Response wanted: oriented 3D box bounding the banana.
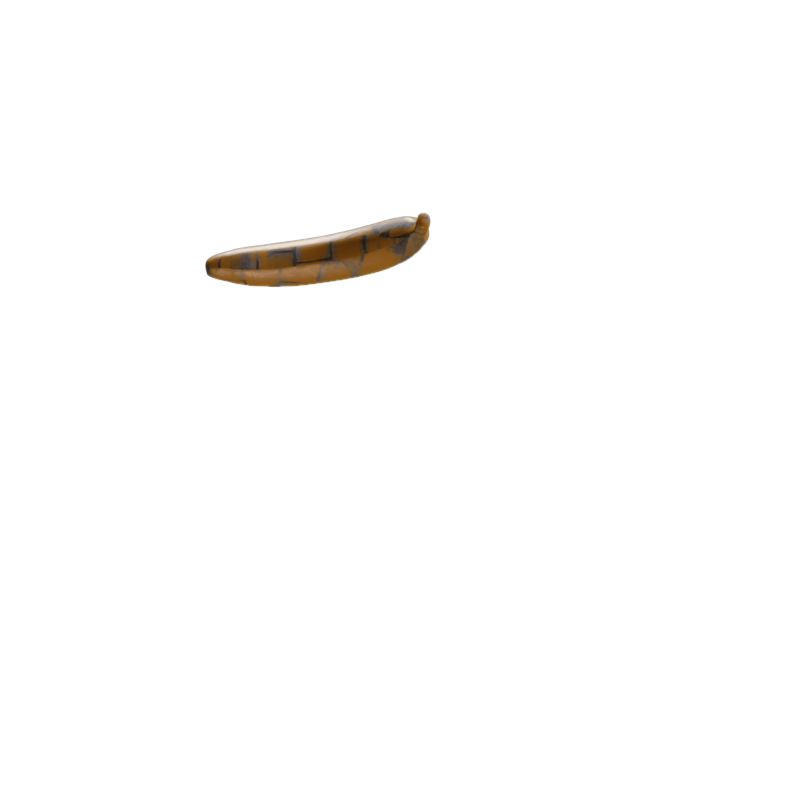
[{"bbox_3d":[-0.056,-0.119,0.877,0.201,0.039,0.065,-10,-24,25],"label":"banana"}]
